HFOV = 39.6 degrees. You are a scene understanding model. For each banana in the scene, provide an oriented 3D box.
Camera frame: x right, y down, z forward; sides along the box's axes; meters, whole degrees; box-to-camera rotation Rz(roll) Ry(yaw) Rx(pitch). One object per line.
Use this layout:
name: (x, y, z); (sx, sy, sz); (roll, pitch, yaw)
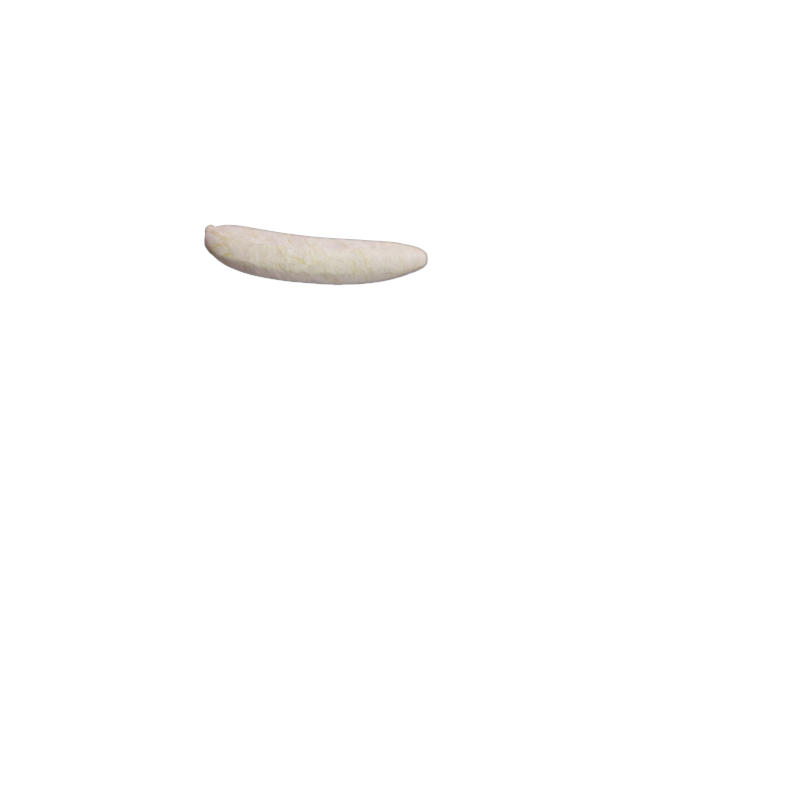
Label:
banana: (-0.080, -0.121, 0.898); (0.203, 0.035, 0.072); (11, 34, 16)
